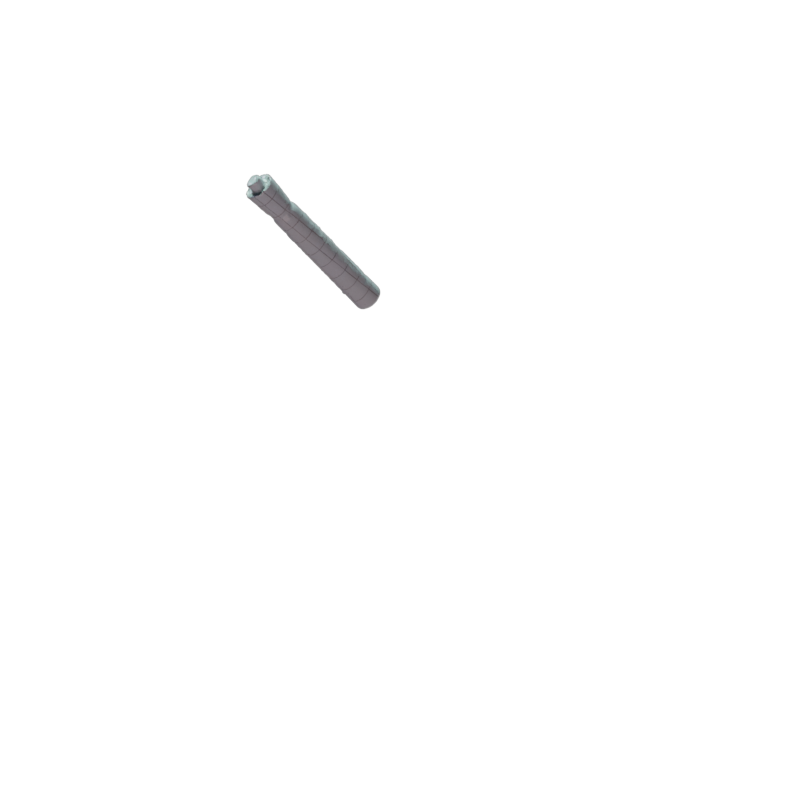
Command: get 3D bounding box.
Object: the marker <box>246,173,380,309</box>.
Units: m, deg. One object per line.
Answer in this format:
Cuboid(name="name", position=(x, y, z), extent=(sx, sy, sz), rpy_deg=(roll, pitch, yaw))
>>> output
Cuboid(name="marker", position=(-0.054, -0.098, 0.685), extent=(0.021, 0.020, 0.112), rpy_deg=(3, -32, 47))
